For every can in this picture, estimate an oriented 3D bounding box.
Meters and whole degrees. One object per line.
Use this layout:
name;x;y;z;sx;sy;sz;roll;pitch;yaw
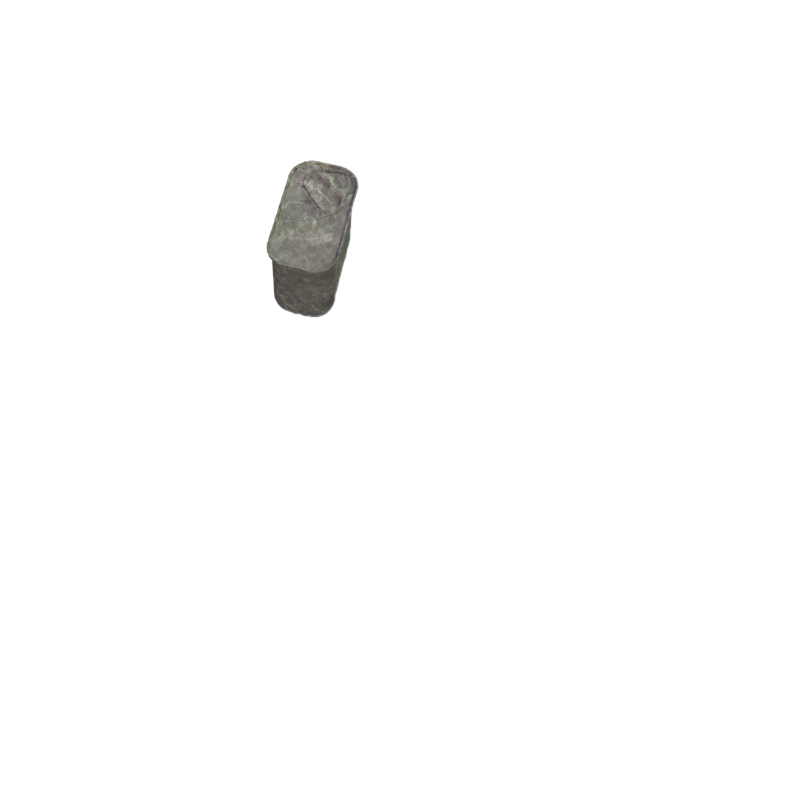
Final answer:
can;-0.071;-0.130;0.907;0.058;0.107;0.079;12;-27;3
